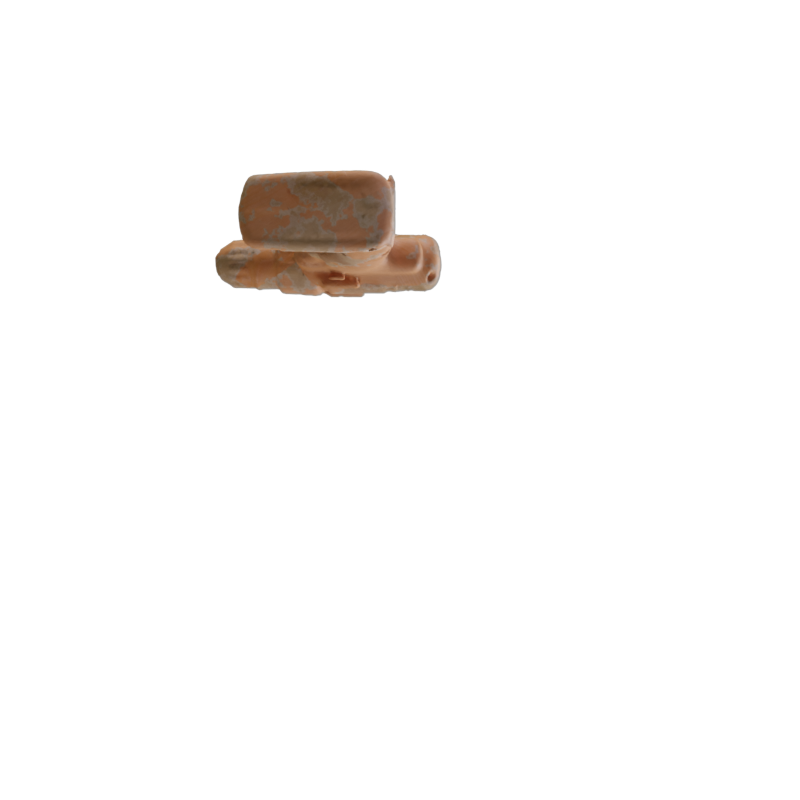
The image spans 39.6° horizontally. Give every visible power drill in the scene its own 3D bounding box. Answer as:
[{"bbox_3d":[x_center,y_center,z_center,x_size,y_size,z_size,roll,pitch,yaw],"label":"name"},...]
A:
[{"bbox_3d":[-0.065,-0.119,0.833,0.186,0.059,0.182,-1,-6,7],"label":"power drill"}]
